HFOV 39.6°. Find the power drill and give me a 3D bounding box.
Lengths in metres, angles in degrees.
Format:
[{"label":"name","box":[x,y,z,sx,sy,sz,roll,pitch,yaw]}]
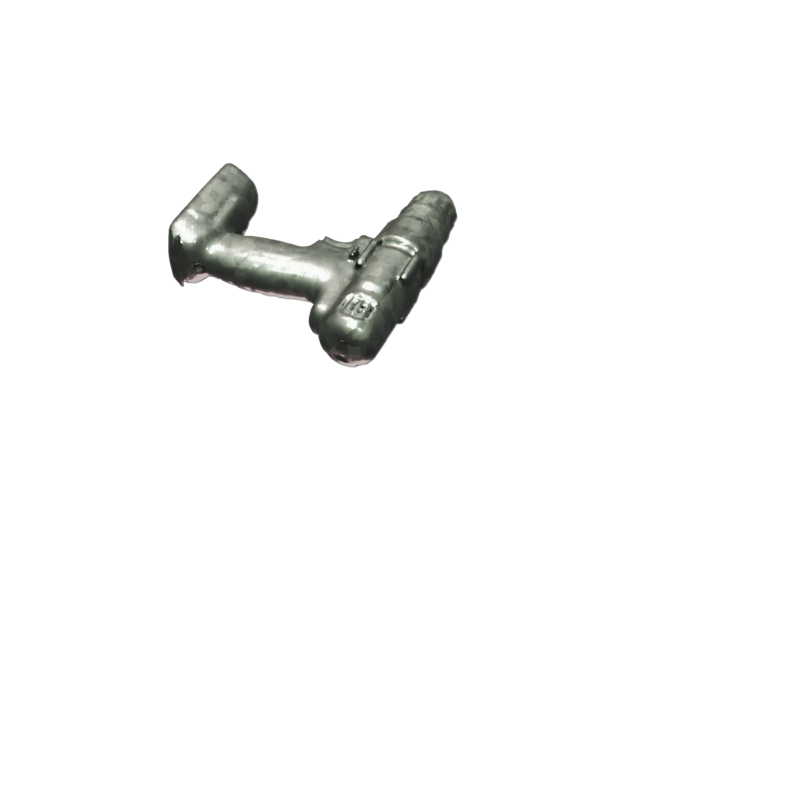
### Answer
[{"label":"power drill","box":[-0.066,-0.120,0.840,0.194,0.053,0.191,18,46,18]}]
